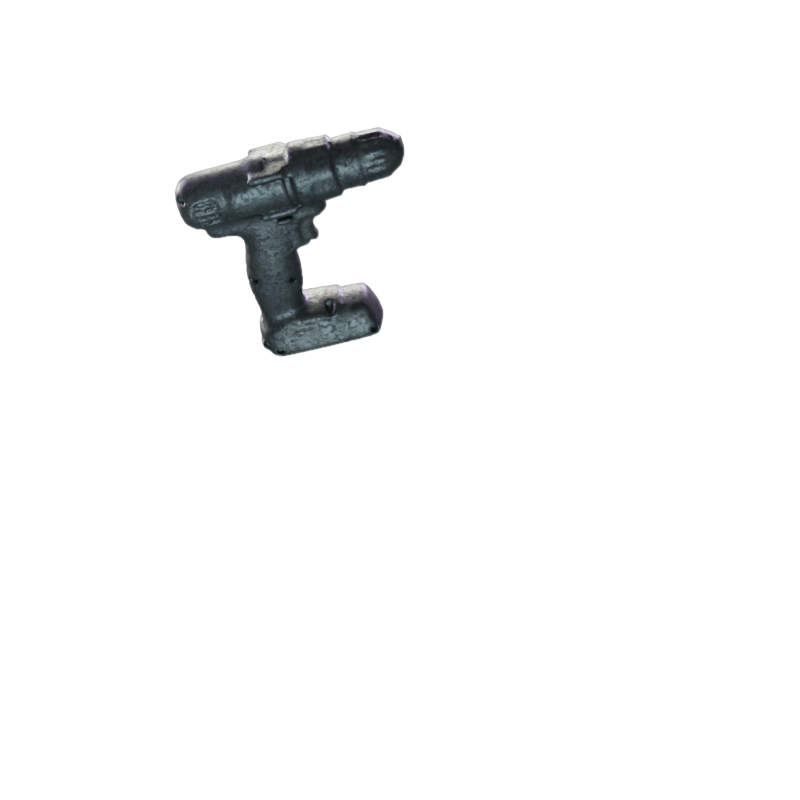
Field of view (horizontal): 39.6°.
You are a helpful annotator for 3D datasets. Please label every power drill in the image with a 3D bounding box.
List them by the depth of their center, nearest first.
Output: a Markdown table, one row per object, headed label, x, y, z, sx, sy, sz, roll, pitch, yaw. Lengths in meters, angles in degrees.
| label | x | y | z | sx | sy | sz | roll | pitch | yaw |
| --- | --- | --- | --- | --- | --- | --- | --- | --- | --- |
| power drill | -0.071 | -0.130 | 0.910 | 0.186 | 0.174 | 0.061 | -12 | 38 | 9 |
